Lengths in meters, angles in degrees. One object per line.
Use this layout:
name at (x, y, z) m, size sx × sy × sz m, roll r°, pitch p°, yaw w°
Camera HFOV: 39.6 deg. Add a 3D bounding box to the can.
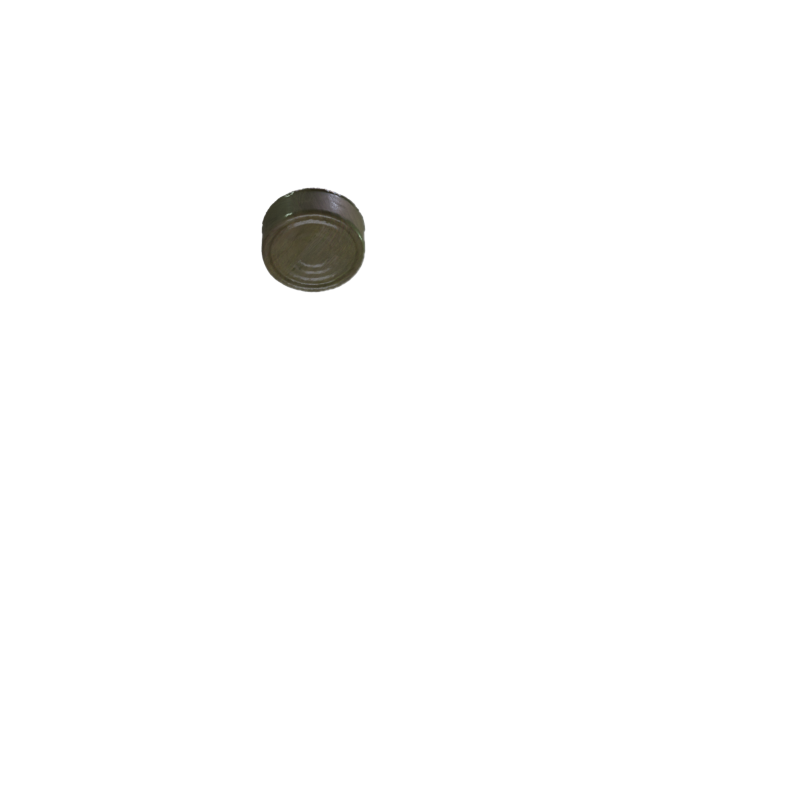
can at (-0.071, -0.129, 0.907) m, size 0.086 × 0.080 × 0.036 m, roll 1°, pitch 42°, yaw -1°
